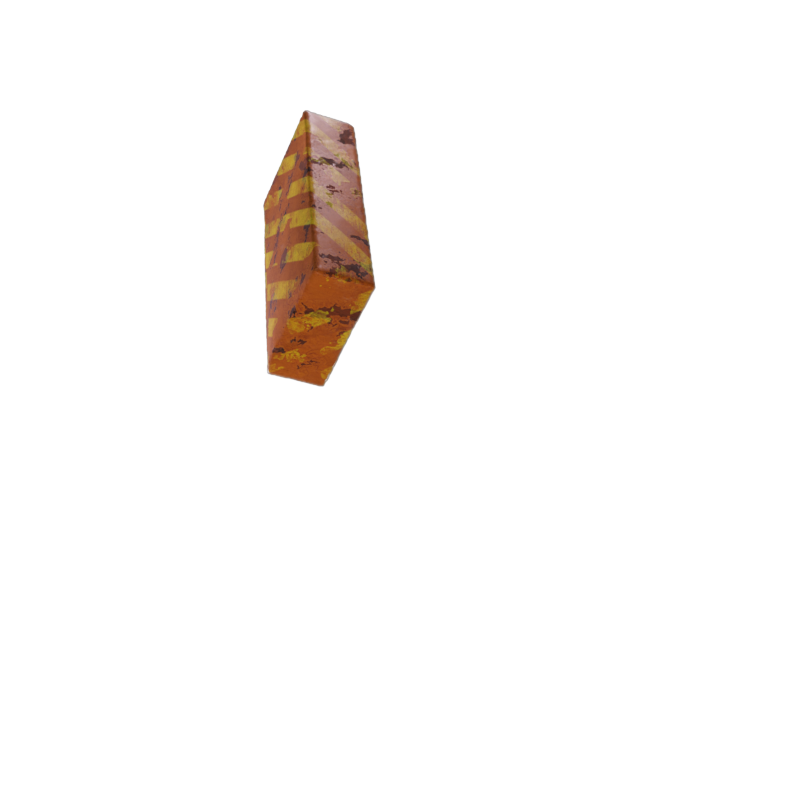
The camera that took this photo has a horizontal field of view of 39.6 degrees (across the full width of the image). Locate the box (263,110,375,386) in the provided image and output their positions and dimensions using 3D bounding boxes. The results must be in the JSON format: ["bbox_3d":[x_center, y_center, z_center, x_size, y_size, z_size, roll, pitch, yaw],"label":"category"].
[{"bbox_3d":[-0.057,-0.105,0.737,0.047,0.189,0.089,16,-50,-18],"label":"box"}]
